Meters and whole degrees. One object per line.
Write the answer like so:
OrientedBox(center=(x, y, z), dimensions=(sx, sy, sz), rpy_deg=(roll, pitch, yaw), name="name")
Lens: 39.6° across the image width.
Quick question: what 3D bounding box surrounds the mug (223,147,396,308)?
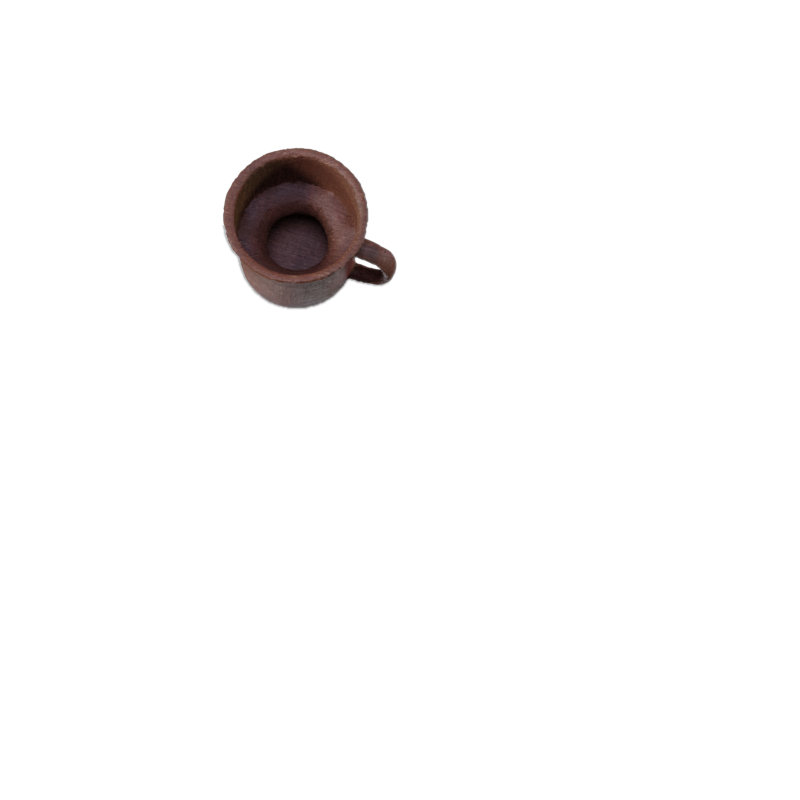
OrientedBox(center=(-0.058, -0.106, 0.742), dimensions=(0.119, 0.096, 0.078), rpy_deg=(19, -16, 5), name="mug")
